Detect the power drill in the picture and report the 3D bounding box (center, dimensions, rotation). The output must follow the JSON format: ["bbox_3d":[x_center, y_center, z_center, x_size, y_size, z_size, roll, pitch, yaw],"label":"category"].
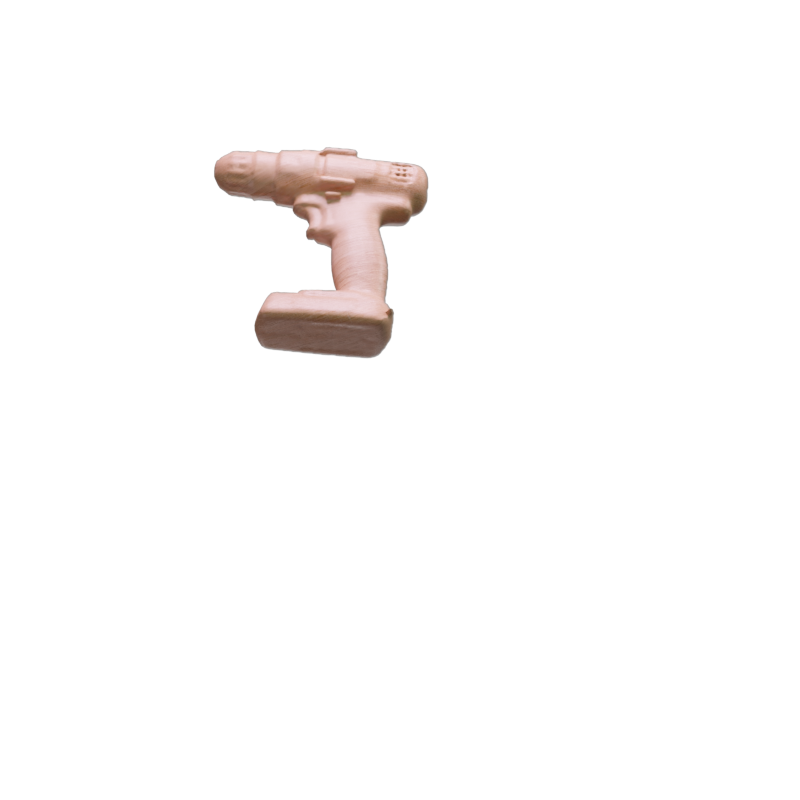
[{"bbox_3d":[-0.071,-0.130,0.909,0.185,0.200,0.054,3,-34,2],"label":"power drill"}]
